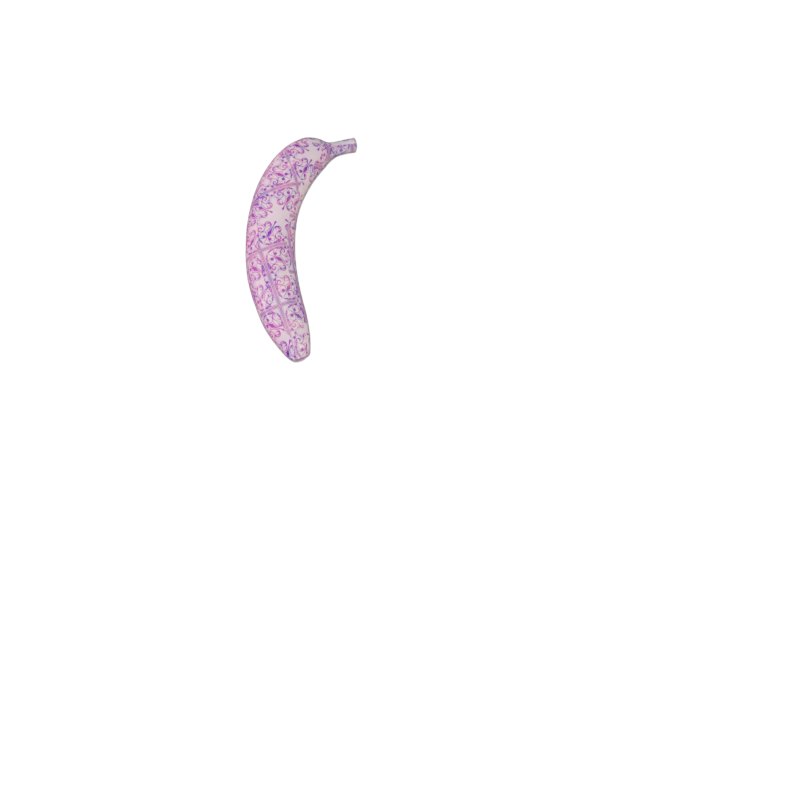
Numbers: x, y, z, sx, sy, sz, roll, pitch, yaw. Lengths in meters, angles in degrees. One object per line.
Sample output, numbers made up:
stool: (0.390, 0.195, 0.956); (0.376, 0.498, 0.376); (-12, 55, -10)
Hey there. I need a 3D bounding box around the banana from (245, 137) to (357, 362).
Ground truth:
banana: (-0.083, -0.127, 0.840); (0.070, 0.207, 0.035); (10, -25, 3)
